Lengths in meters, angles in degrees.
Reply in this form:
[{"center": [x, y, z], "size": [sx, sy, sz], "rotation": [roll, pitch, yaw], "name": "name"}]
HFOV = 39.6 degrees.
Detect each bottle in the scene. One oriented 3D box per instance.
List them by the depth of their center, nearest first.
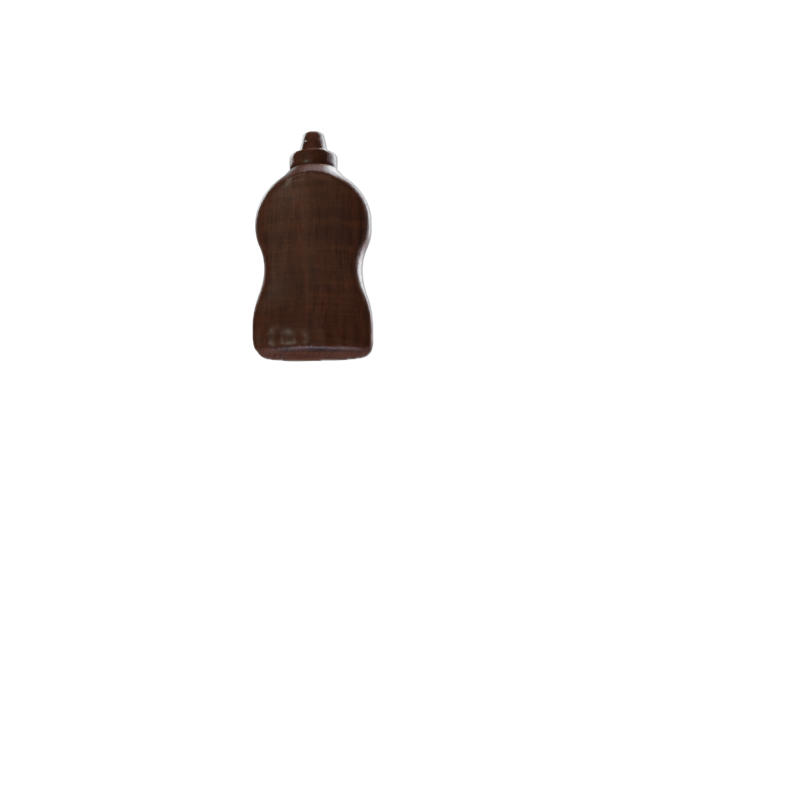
[{"center": [-0.072, -0.130, 0.914], "size": [0.097, 0.199, 0.056], "rotation": [-3, -16, 5], "name": "bottle"}]
